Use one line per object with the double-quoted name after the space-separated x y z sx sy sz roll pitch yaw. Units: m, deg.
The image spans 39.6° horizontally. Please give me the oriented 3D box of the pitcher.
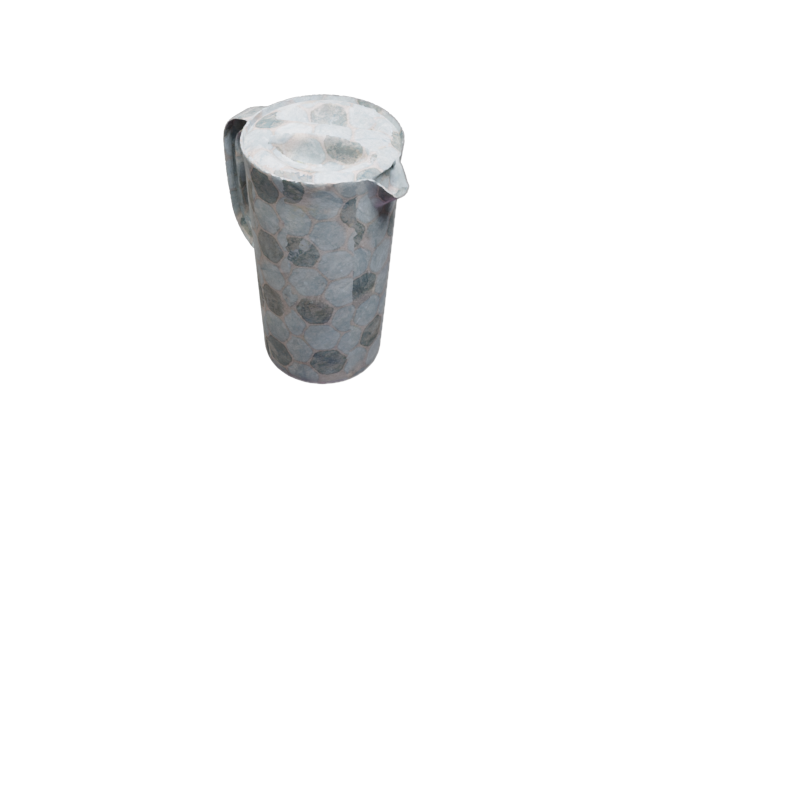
-0.076 -0.138 0.969 0.144 0.227 0.161 -4 42 -7 "pitcher"
